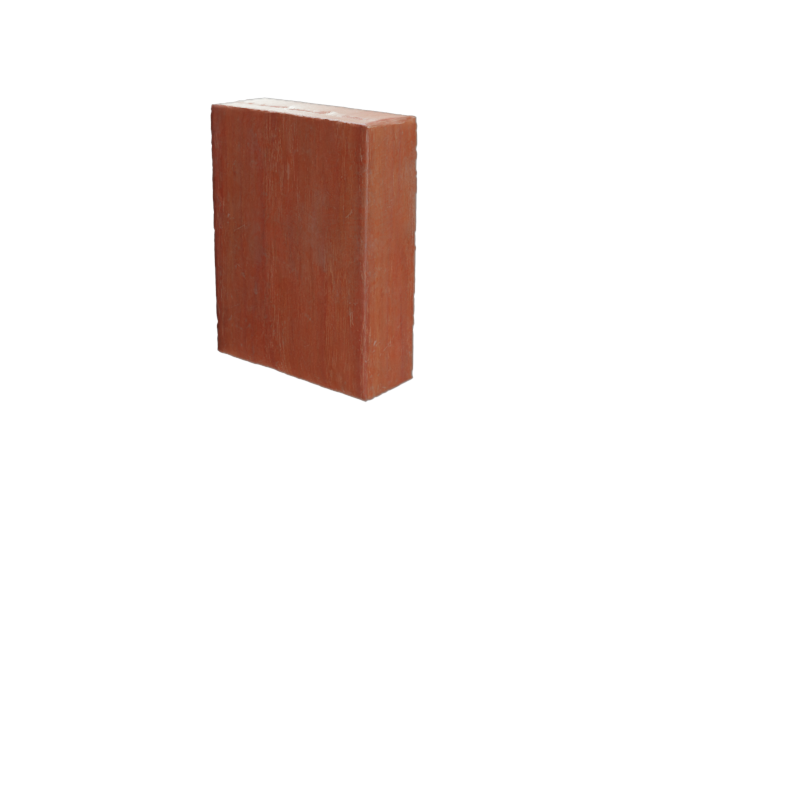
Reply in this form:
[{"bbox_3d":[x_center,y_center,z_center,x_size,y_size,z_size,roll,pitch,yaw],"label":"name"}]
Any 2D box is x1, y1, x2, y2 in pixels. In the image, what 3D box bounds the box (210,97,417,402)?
[{"bbox_3d":[-0.069,-0.126,0.882,0.173,0.206,0.071,16,22,37],"label":"box"}]
